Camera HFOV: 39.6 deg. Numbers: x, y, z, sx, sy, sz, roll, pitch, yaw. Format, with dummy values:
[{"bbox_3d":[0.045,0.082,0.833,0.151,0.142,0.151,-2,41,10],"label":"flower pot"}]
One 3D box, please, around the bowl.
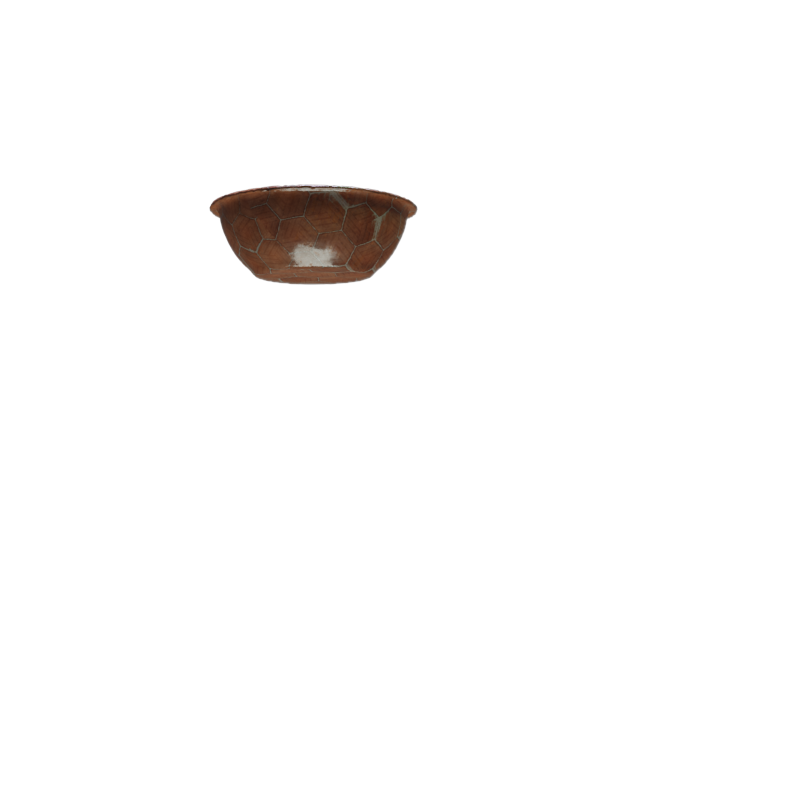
[{"bbox_3d":[-0.067,-0.123,0.860,0.162,0.056,0.160,0,-3,-2],"label":"bowl"}]
